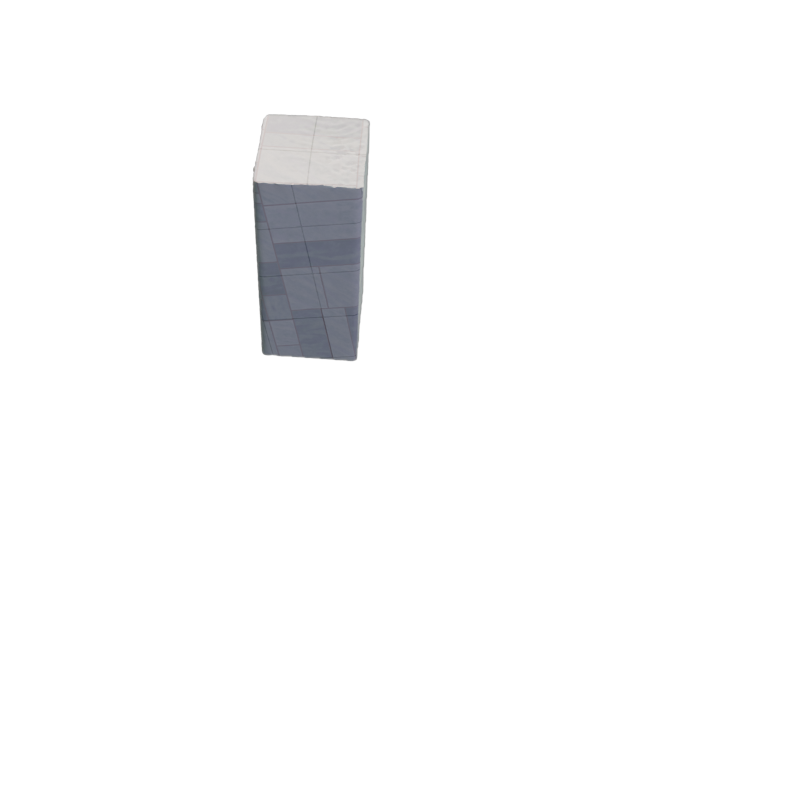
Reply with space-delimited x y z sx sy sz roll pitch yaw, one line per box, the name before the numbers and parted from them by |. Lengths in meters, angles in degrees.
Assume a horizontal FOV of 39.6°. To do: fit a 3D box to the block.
block | -0.076 -0.137 0.960 0.090 0.097 0.192 4 -42 0
